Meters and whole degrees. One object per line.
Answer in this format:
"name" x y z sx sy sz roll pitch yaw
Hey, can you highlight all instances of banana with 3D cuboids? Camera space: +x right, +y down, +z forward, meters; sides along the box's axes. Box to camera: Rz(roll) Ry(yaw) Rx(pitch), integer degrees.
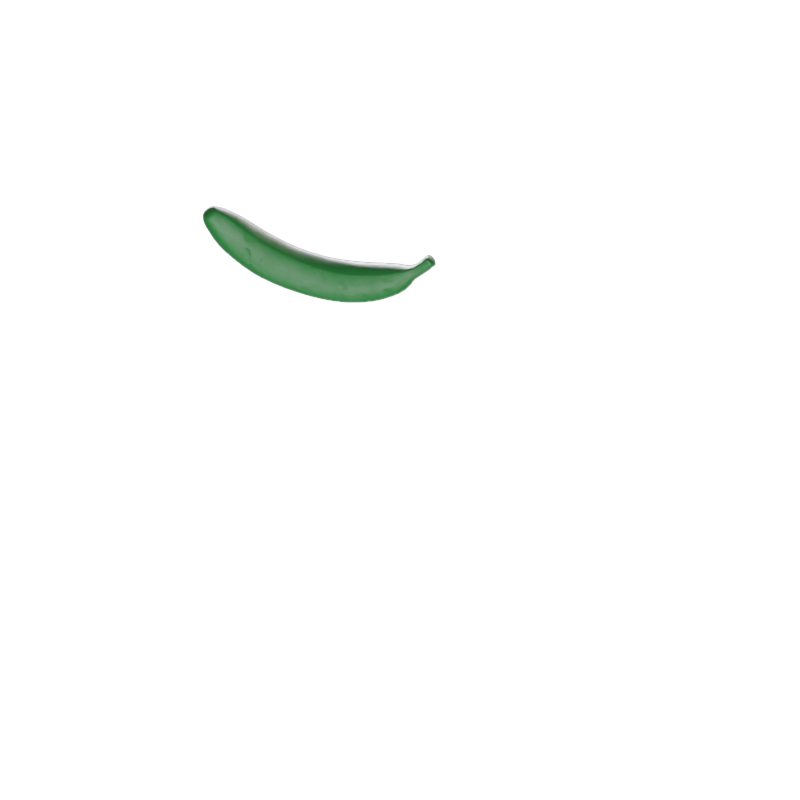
"banana" -0.074 -0.119 0.943 0.195 0.066 0.039 11 34 -7
